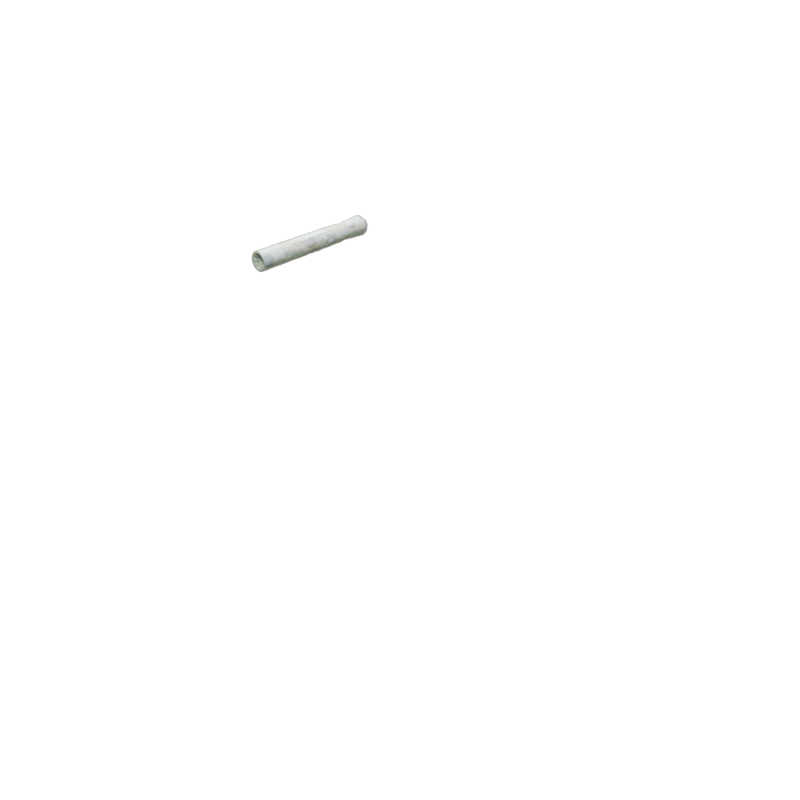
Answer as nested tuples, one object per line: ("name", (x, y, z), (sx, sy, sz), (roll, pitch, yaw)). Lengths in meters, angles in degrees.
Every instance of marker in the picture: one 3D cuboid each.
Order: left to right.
("marker", (-0.075, -0.136, 0.953), (0.120, 0.019, 0.021), (-26, 20, -37))
